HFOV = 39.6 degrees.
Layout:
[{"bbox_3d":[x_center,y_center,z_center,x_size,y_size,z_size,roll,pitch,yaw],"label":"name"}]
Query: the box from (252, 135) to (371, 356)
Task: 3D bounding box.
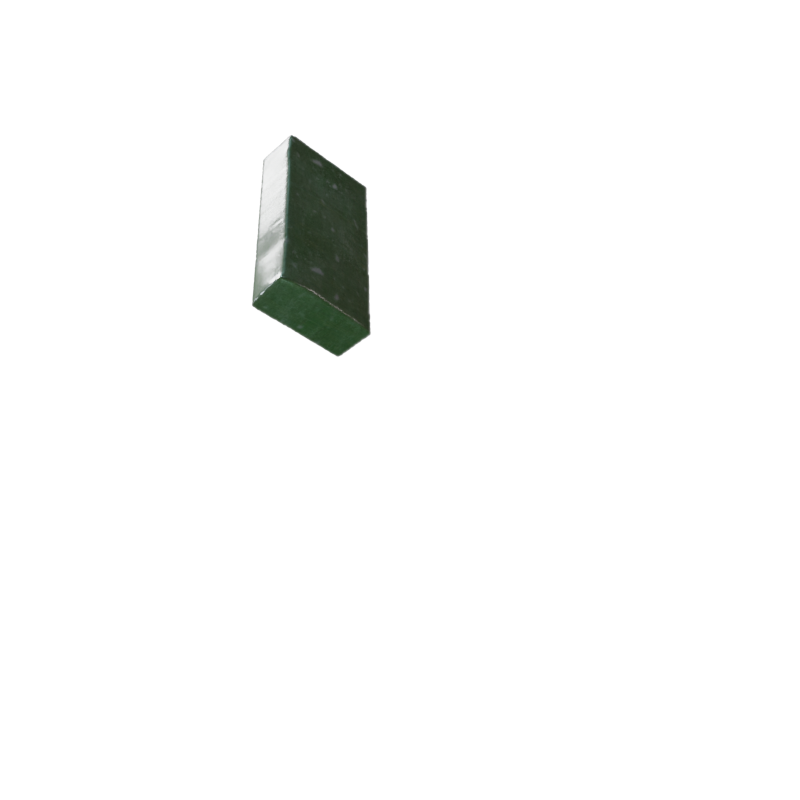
[{"bbox_3d":[-0.072,-0.130,0.915,0.088,0.189,0.047,31,-54,-30],"label":"box"}]
